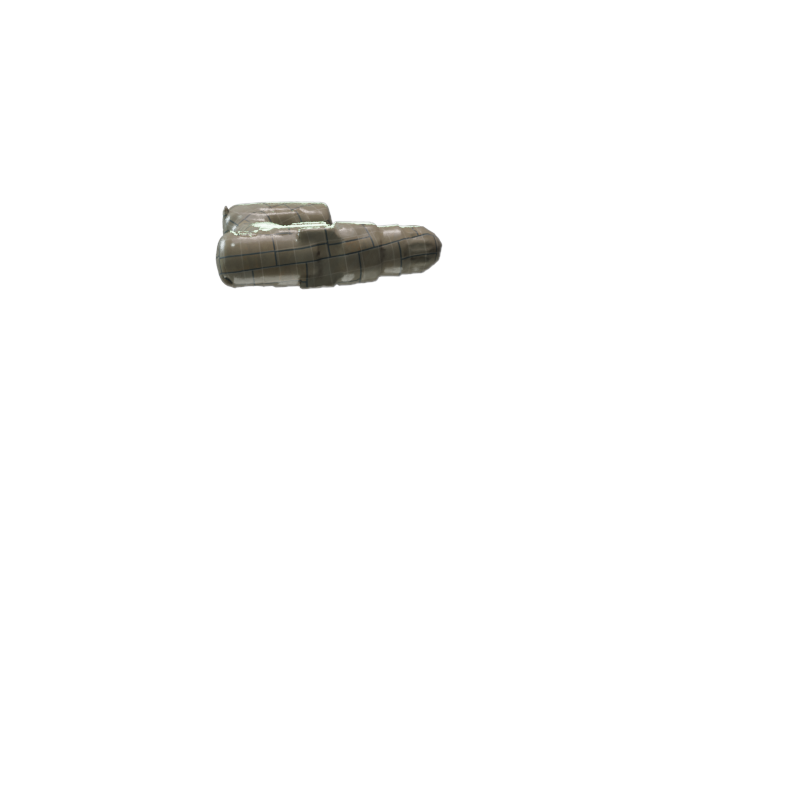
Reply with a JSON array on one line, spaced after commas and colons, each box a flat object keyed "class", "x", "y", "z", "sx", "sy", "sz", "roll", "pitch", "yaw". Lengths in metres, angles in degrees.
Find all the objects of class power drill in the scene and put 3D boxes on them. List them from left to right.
[{"class": "power drill", "x": -0.075, "y": -0.137, "z": 0.960, "sx": 0.181, "sy": 0.056, "sz": 0.195, "roll": -3, "pitch": 14, "yaw": -14}]
